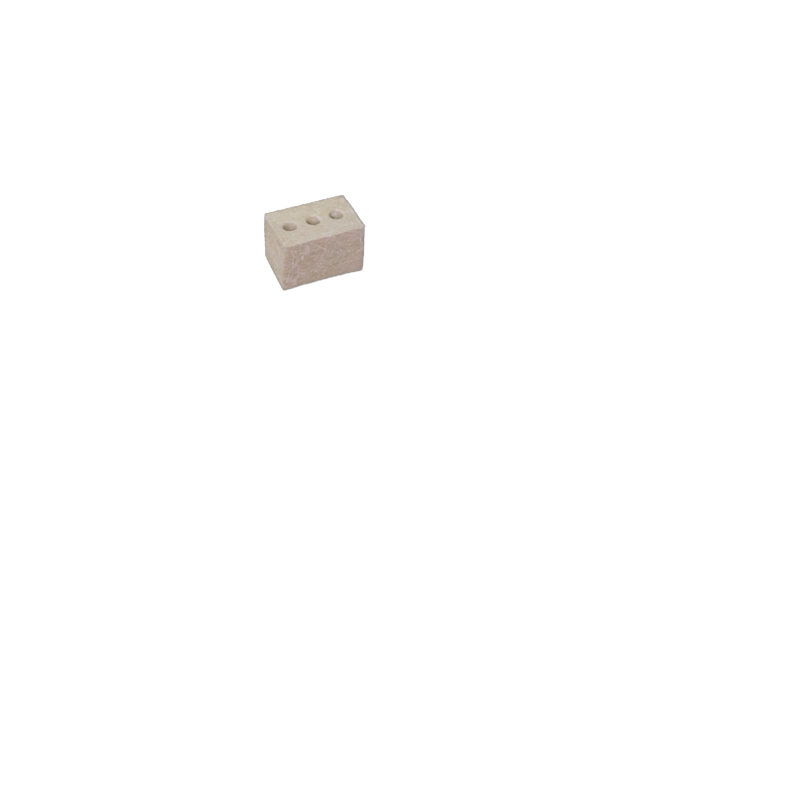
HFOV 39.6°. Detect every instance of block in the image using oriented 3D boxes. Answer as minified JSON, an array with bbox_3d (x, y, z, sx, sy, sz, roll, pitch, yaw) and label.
[{"bbox_3d":[-0.077,-0.141,0.984,0.077,0.048,0.057,-17,47,-18],"label":"block"}]
